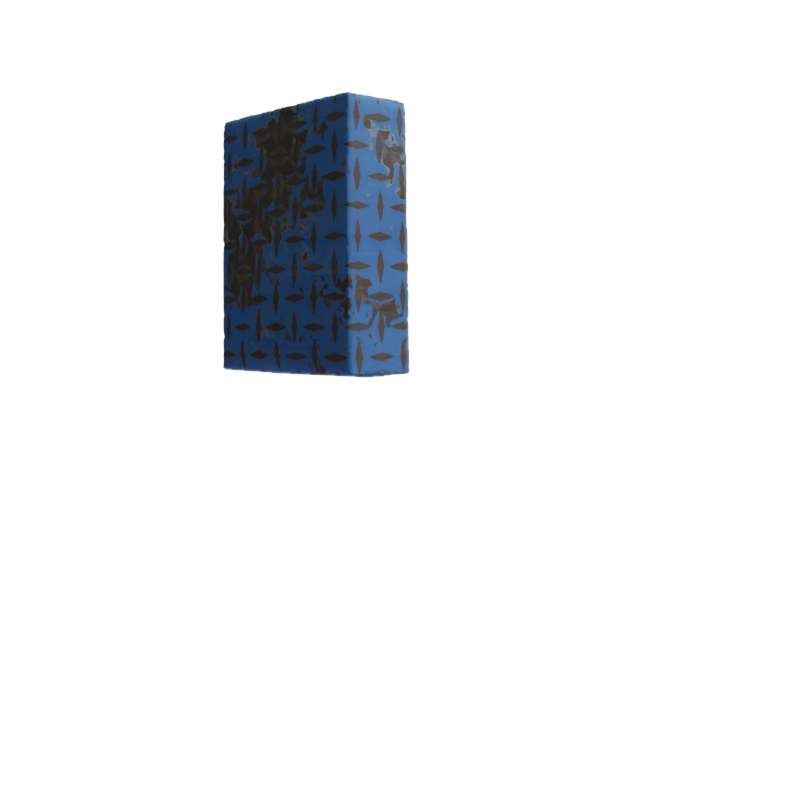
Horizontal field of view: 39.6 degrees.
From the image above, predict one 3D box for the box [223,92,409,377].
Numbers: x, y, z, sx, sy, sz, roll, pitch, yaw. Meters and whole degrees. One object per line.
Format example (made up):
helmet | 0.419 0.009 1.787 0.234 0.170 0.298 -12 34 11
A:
box | -0.071 -0.129 0.902 0.069 0.216 0.170 3 -3 -43
